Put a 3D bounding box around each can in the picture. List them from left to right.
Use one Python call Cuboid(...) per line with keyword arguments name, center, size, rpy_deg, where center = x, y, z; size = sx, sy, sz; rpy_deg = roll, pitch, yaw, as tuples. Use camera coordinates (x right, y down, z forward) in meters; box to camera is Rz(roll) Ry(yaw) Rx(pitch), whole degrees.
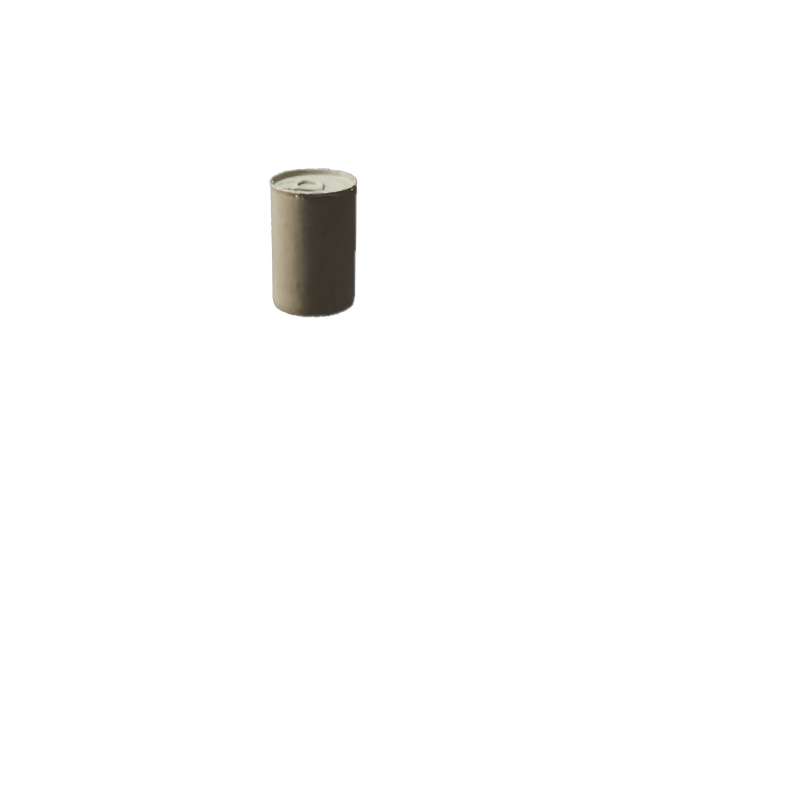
Cuboid(name="can", center=(-0.068, -0.124, 0.871), size=(0.068, 0.097, 0.072), rpy_deg=(0, 23, -2))
